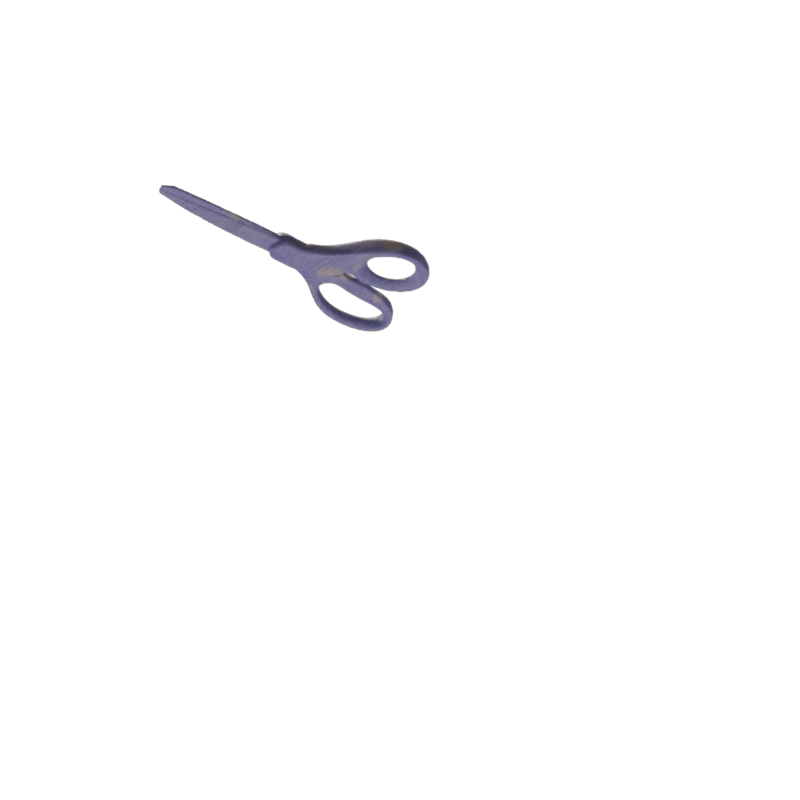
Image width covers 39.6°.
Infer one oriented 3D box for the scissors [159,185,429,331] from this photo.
[{"bbox_3d":[-0.059,-0.107,0.748,0.096,0.017,0.188,-26,-45,29],"label":"scissors"}]
